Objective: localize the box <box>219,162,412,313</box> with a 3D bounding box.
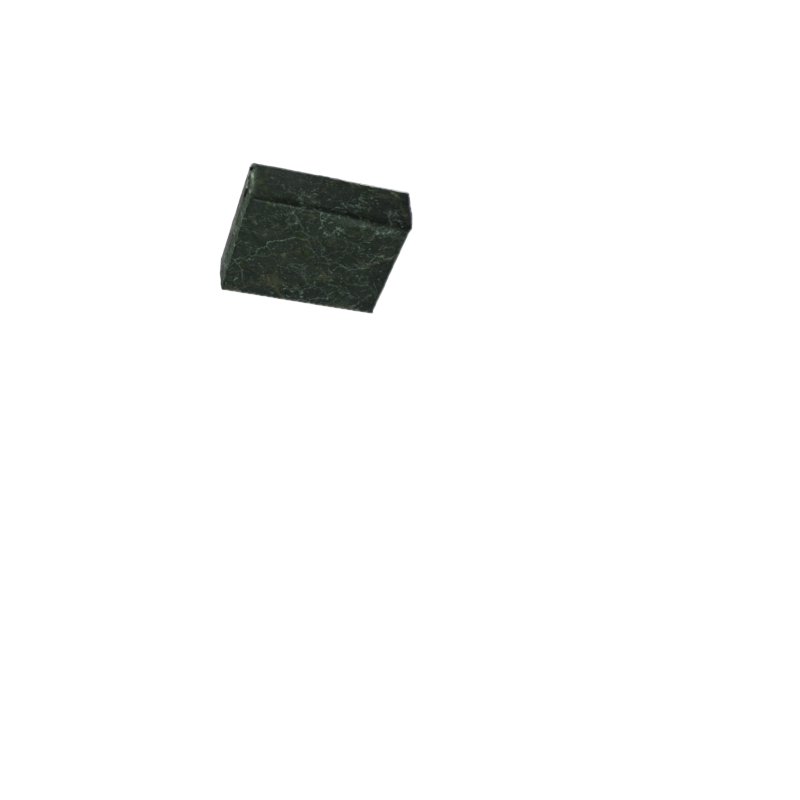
[{"bbox_3d":[-0.059,-0.107,0.749,0.111,0.042,0.085,11,-43,-13],"label":"box"}]
